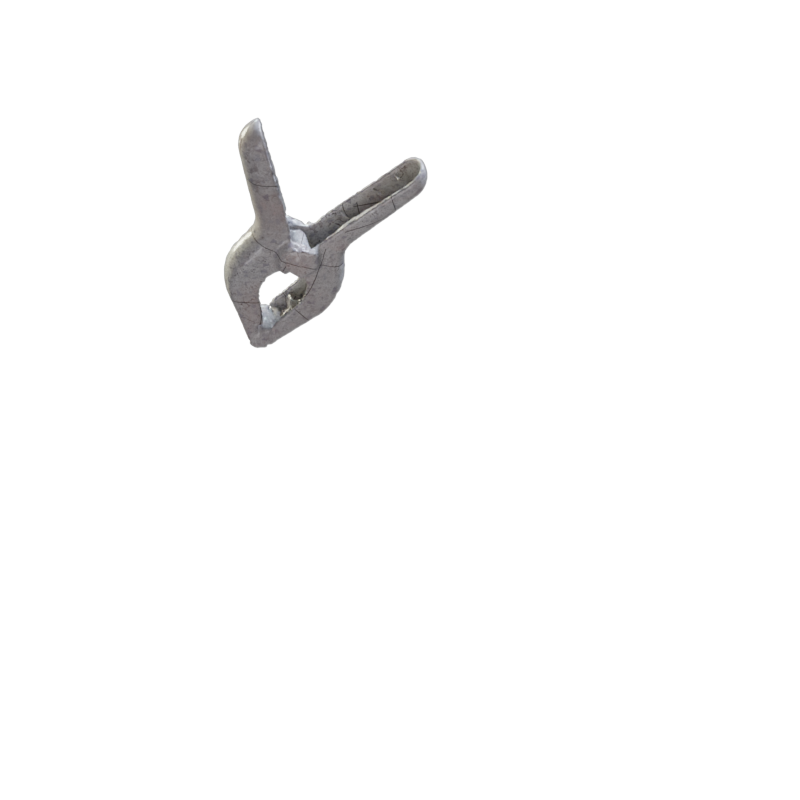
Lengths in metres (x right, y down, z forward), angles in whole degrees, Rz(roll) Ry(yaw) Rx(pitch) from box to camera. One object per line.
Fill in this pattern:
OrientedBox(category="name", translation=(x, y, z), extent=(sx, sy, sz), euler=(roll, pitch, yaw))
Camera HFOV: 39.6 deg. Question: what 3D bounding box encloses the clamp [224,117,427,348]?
OrientedBox(category="clamp", translation=(-0.056, -0.102, 0.714), extent=(0.118, 0.162, 0.042), euler=(10, 43, -10))
